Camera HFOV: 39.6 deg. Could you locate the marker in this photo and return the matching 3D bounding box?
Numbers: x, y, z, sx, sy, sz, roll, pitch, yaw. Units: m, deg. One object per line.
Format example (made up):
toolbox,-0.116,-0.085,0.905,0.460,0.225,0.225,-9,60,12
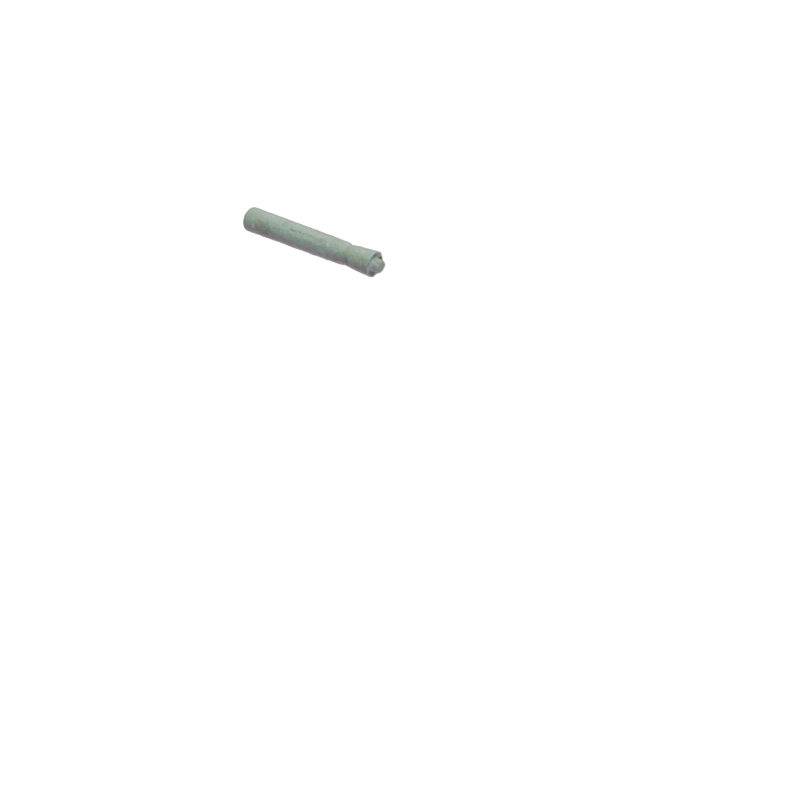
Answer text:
marker,-0.062,-0.113,0.792,0.128,0.019,0.019,24,17,33
